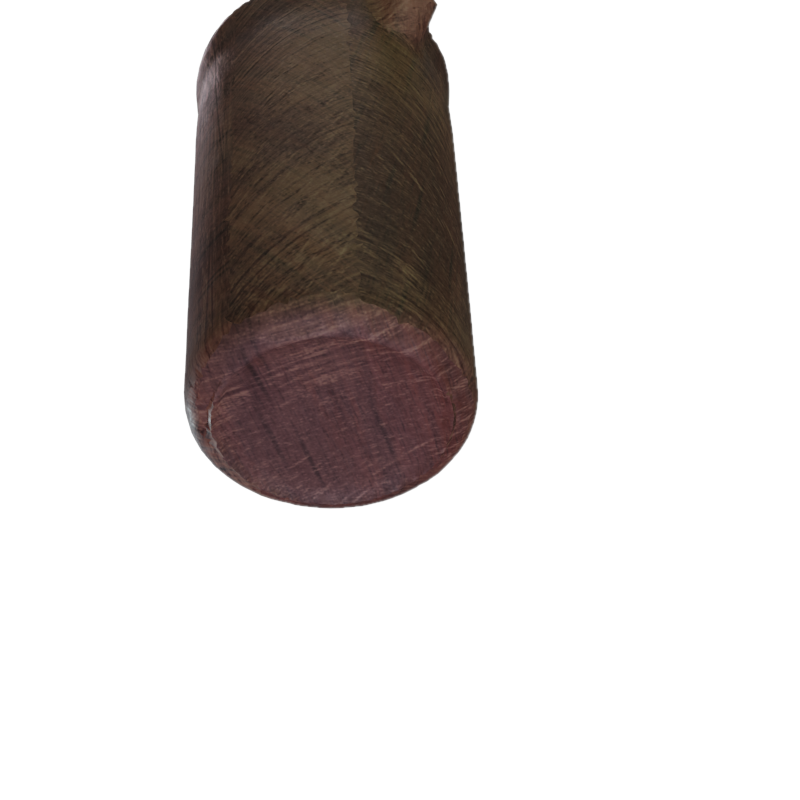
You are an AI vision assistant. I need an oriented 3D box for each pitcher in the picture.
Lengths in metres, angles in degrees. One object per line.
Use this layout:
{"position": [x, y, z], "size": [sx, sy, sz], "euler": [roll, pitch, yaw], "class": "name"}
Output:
{"position": [-0.039, -0.071, 0.499], "size": [0.145, 0.138, 0.261], "euler": [-7, 42, 3], "class": "pitcher"}
